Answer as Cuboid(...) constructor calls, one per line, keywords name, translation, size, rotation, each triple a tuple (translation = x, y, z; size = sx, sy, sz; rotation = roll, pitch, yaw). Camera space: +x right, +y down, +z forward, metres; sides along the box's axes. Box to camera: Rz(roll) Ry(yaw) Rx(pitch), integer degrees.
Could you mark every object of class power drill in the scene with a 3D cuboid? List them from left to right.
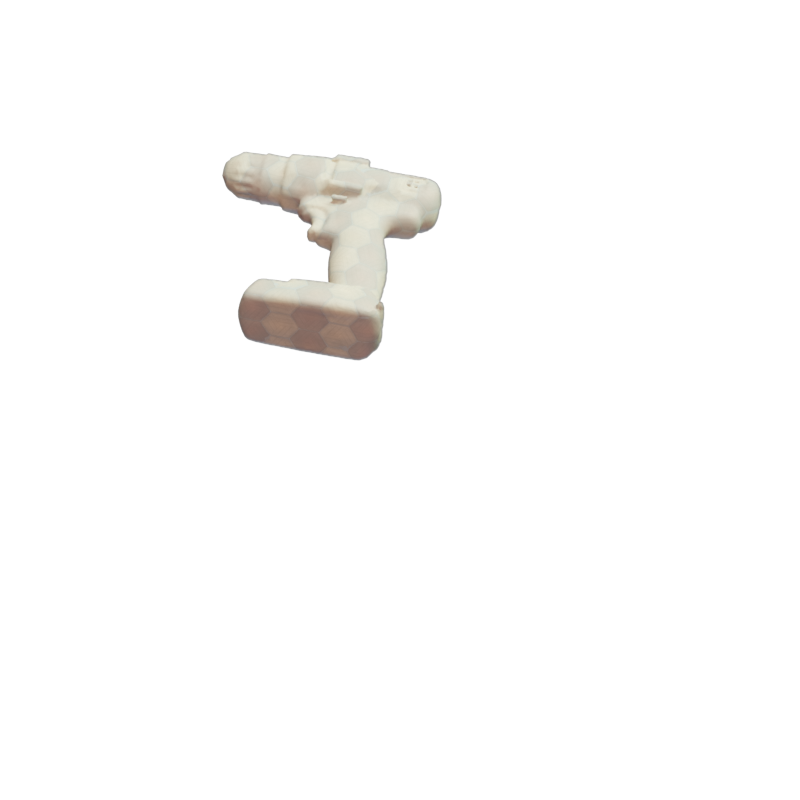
Cuboid(name="power drill", translation=(-0.068, -0.125, 0.874), size=(0.187, 0.199, 0.053), rotation=(8, -42, 7))
